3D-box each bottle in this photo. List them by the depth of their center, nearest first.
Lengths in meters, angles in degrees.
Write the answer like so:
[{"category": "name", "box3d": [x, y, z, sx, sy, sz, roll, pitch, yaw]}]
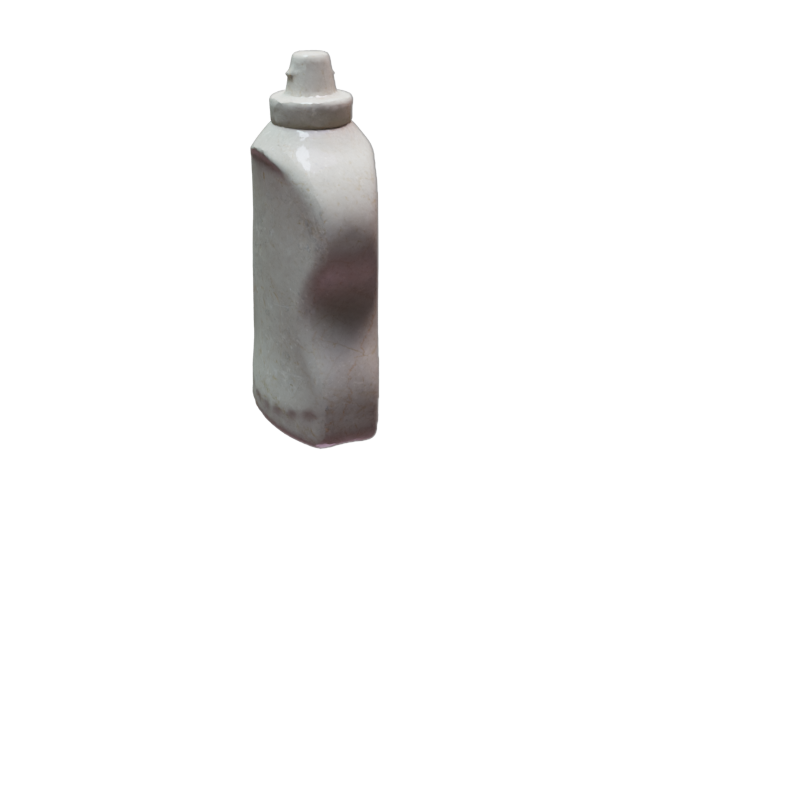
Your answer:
[{"category": "bottle", "box3d": [-0.044, -0.080, 0.562, 0.057, 0.184, 0.102, -7, 22, -22]}]
